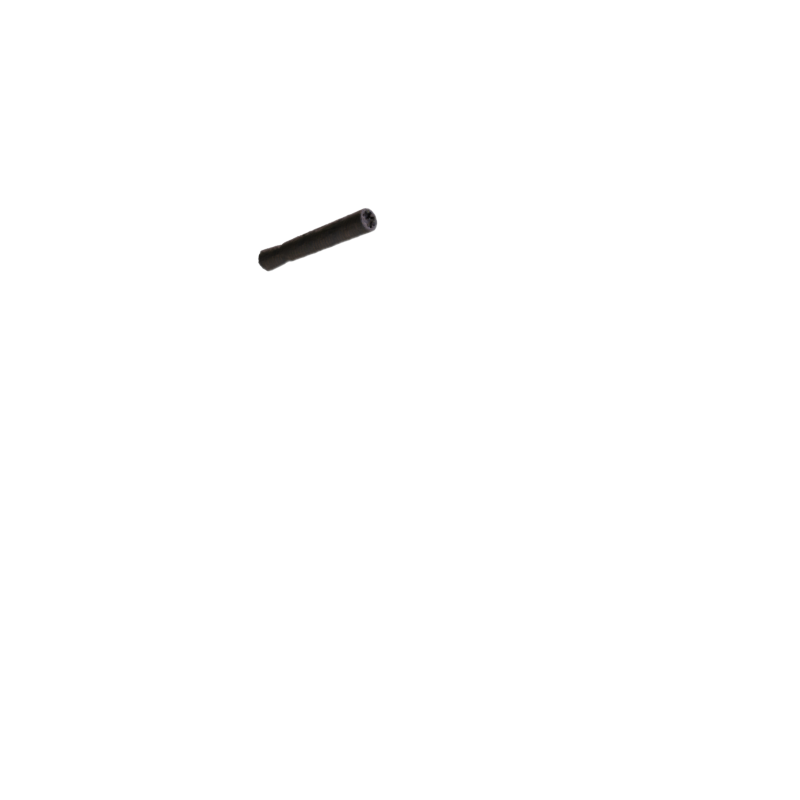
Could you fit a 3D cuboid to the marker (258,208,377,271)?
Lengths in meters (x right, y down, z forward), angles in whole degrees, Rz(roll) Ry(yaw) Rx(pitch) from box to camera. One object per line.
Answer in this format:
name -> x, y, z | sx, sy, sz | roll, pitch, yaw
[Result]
marker -> -0.069, -0.125, 0.874 | 0.123, 0.020, 0.019 | -14, -6, 41
